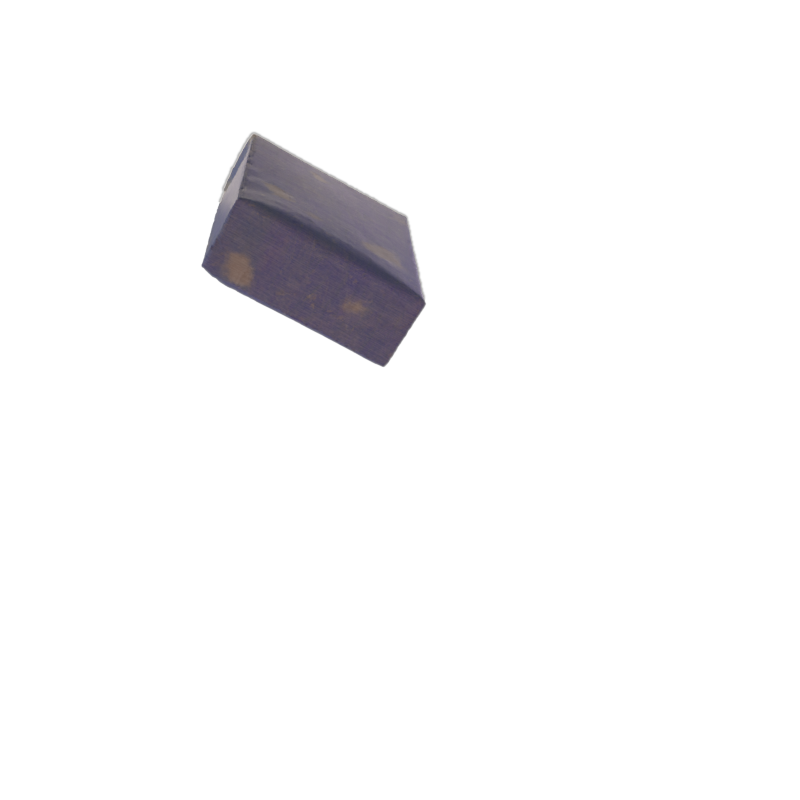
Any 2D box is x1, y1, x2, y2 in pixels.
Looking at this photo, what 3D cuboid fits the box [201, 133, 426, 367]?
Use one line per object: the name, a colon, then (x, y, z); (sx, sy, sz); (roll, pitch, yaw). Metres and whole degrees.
box: (-0.072, -0.131, 0.918); (0.160, 0.070, 0.225); (27, 20, -14)
